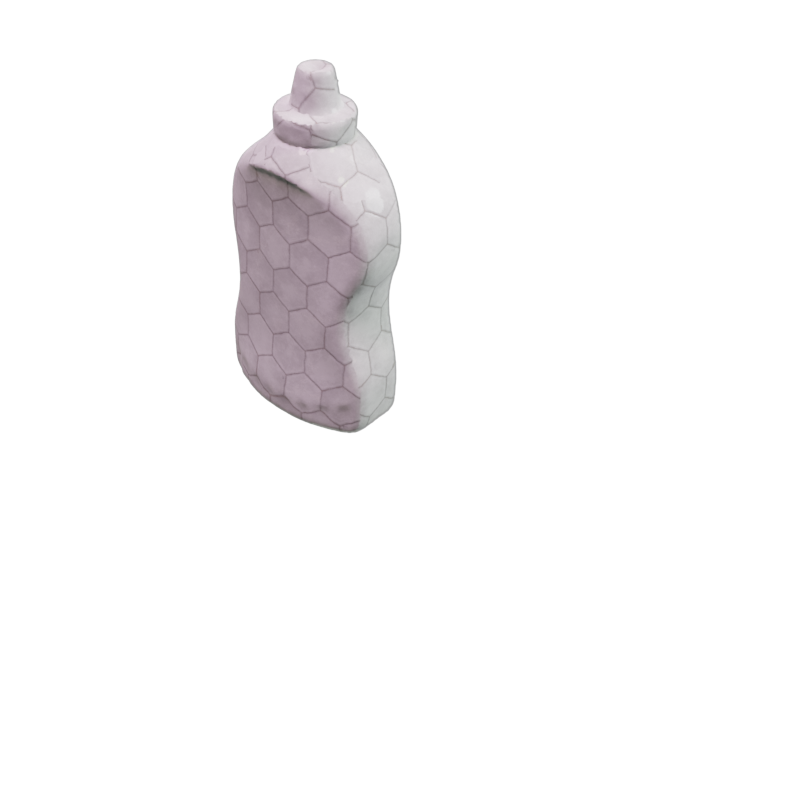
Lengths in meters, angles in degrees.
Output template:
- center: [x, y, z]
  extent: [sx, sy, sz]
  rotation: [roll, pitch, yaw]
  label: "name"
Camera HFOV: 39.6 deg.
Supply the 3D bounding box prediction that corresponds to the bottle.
- center: [-0.044, -0.081, 0.566]
  extent: [0.102, 0.180, 0.058]
  rotation: [30, 43, 34]
  label: "bottle"
